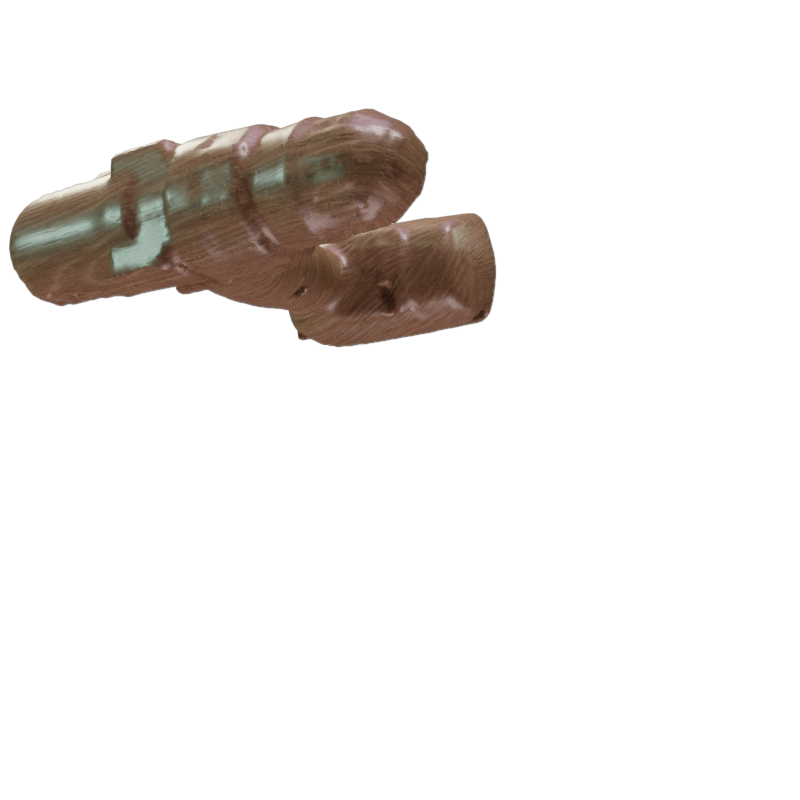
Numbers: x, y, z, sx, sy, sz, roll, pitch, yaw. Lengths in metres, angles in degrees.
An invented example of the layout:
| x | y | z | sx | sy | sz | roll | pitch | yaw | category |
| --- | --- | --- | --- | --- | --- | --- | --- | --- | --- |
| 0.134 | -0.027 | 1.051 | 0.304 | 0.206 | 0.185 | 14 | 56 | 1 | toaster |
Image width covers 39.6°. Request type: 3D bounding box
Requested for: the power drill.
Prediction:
| x | y | z | sx | sy | sz | roll | pitch | yaw | category |
| --- | --- | --- | --- | --- | --- | --- | --- | --- | --- |
| -0.036 | -0.065 | 0.458 | 0.189 | 0.059 | 0.178 | -5 | -9 | 34 | power drill |
